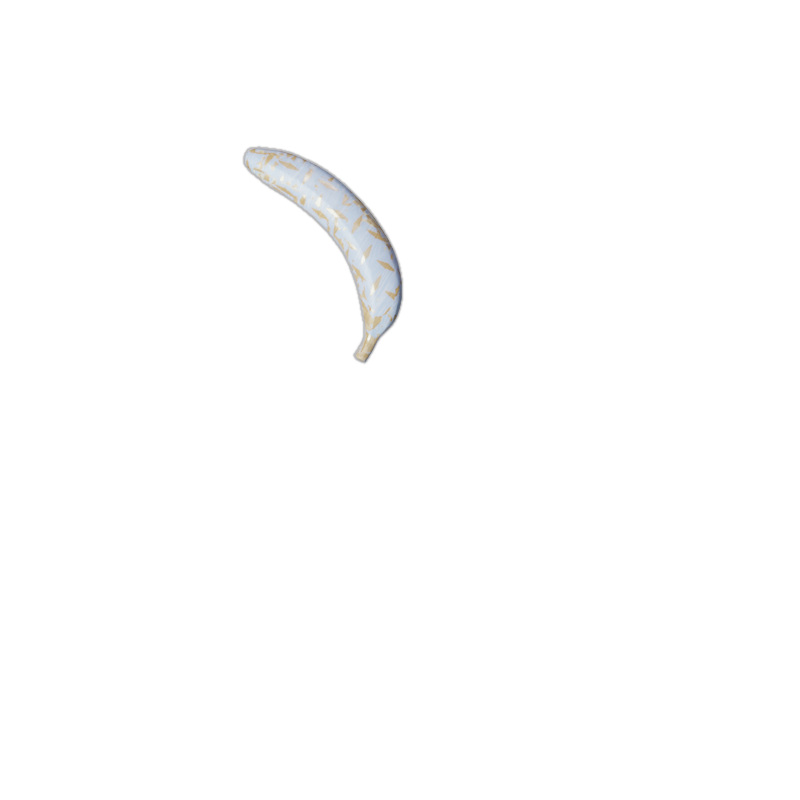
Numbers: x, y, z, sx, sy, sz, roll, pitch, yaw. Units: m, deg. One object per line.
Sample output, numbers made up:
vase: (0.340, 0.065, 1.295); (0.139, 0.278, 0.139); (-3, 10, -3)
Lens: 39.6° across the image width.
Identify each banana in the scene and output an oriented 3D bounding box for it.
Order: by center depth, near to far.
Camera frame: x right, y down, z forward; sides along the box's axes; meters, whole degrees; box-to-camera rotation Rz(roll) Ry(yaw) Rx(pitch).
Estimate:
banana: (-0.051, -0.131, 0.882); (0.069, 0.206, 0.035); (-28, -14, -8)
